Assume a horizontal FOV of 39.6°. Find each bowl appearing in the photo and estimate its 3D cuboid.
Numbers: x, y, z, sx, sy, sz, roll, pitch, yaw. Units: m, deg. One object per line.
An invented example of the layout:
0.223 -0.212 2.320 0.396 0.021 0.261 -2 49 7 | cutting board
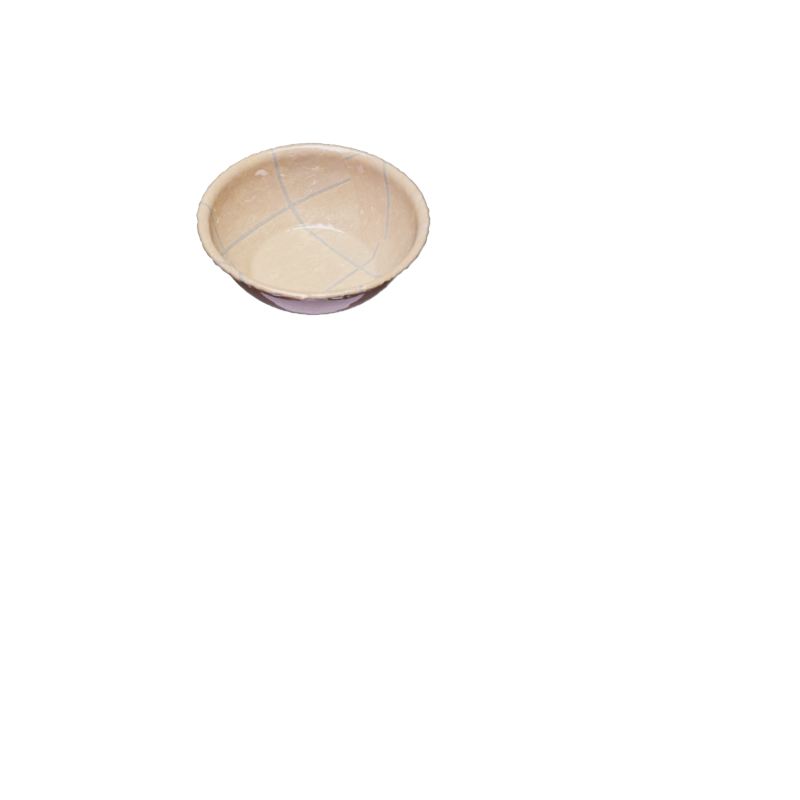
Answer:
-0.061 -0.112 0.785 0.162 0.174 0.051 -1 -43 -1 | bowl
